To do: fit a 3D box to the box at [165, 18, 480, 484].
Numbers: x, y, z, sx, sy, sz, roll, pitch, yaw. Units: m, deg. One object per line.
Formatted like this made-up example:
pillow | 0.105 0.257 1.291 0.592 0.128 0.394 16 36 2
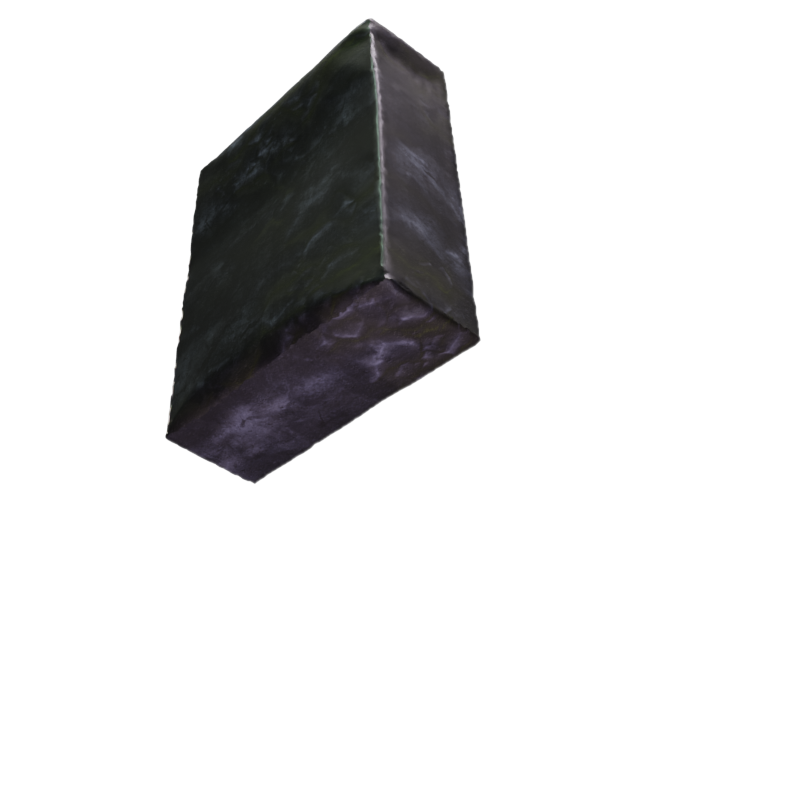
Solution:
box | -0.048 -0.088 0.614 0.163 0.230 0.067 -34 -50 31
